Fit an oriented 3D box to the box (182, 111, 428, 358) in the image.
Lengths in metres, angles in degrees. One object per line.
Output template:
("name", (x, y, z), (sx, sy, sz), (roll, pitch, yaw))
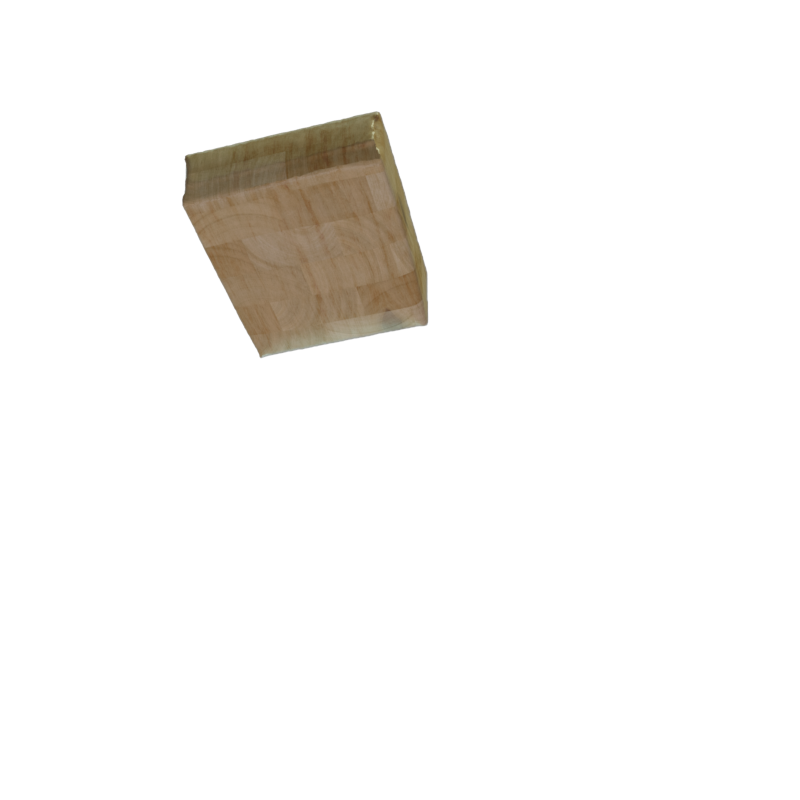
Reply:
("box", (-0.040, -0.073, 0.511), (0.091, 0.042, 0.105), (-10, -43, 10))
